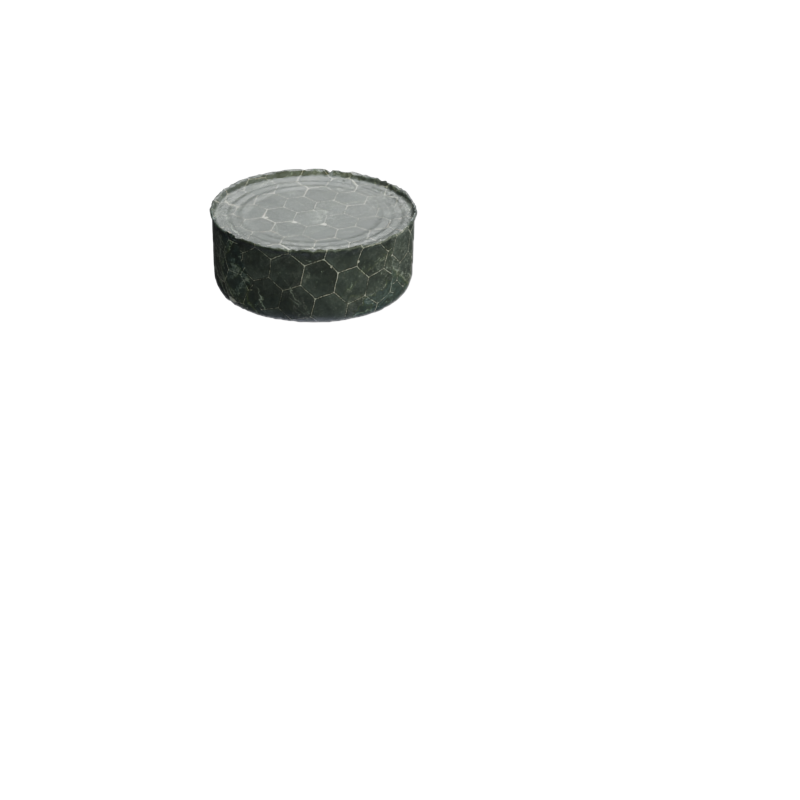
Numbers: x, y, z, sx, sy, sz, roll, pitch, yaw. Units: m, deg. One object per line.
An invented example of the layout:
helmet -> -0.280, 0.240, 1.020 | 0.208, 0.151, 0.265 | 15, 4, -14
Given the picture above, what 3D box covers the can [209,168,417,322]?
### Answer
can -> -0.036, -0.067, 0.466 | 0.086, 0.032, 0.091 | -1, 31, -2
